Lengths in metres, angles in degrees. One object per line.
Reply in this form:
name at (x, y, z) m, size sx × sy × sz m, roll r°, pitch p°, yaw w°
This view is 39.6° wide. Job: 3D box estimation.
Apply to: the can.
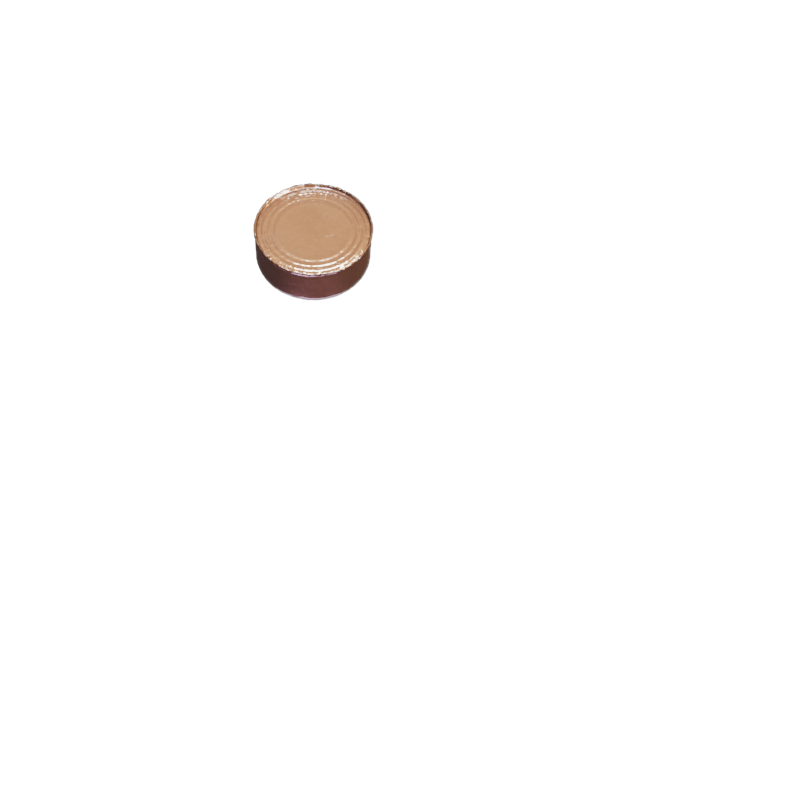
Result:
can at (-0.063, -0.115, 0.806) m, size 0.086 × 0.092 × 0.031 m, roll -1°, pitch -36°, yaw -1°
